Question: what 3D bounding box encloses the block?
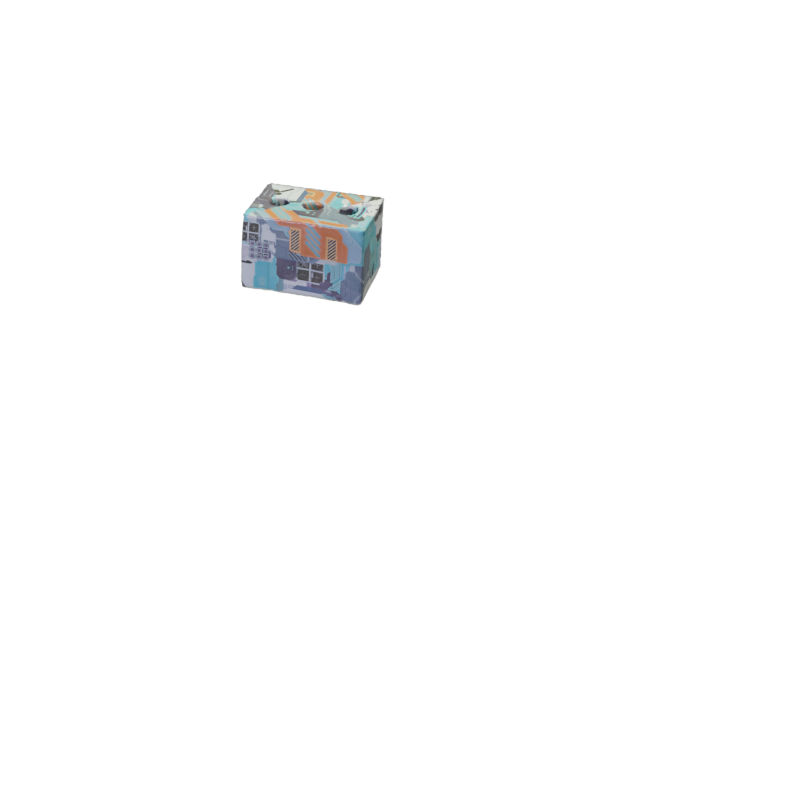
[{"bbox_3d":[-0.054,-0.098,0.685,0.080,0.048,0.055,9,32,13],"label":"block"}]
